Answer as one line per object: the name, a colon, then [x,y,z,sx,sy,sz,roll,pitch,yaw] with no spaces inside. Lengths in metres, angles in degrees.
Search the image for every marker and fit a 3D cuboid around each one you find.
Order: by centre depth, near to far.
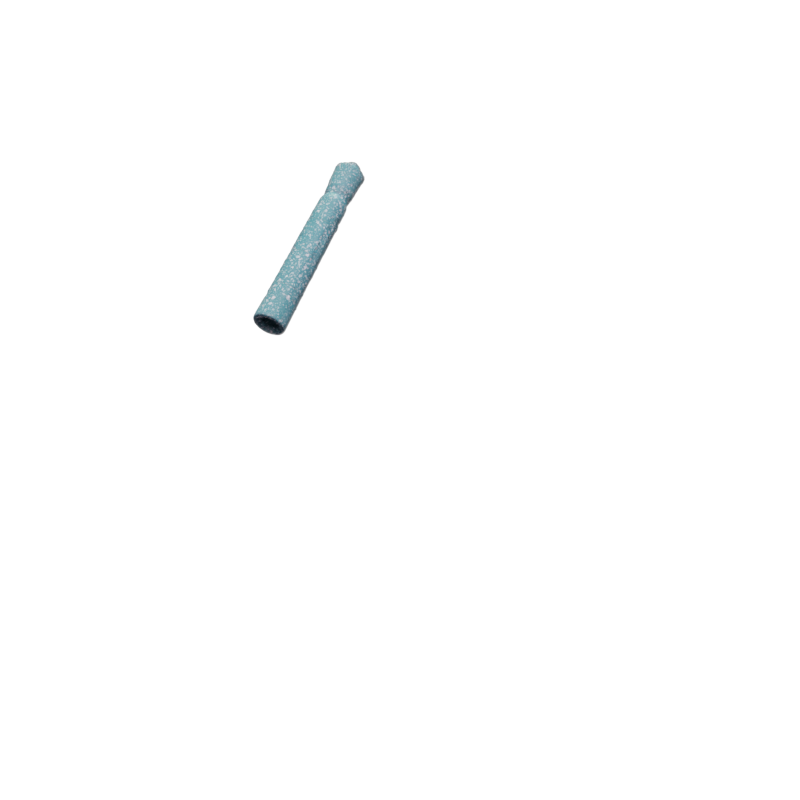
marker: [-0.049,-0.090,0.627,0.020,0.126,0.018,18,-32,9]
